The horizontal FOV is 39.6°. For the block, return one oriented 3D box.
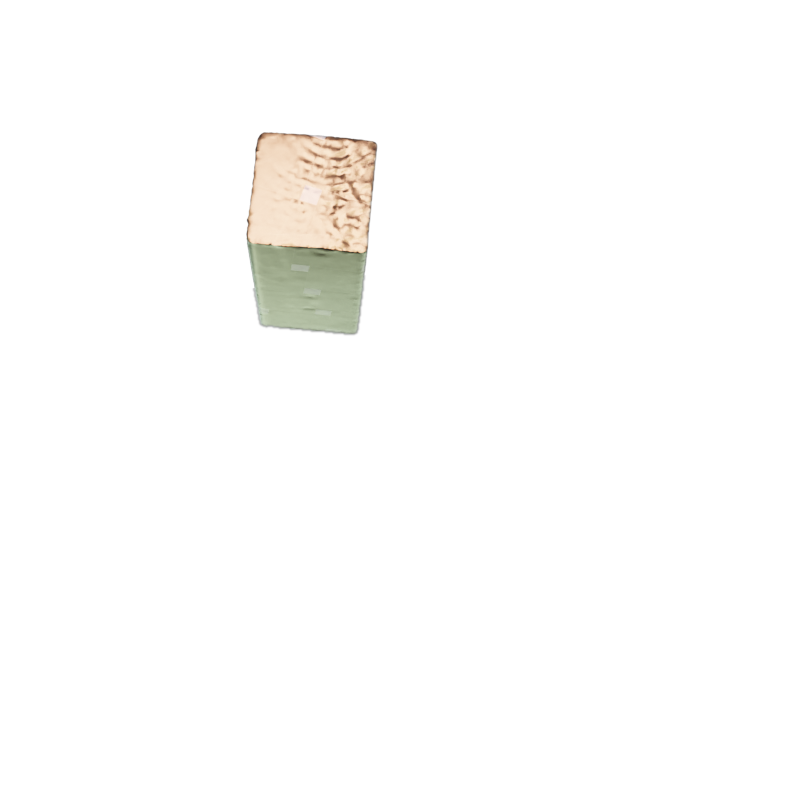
[{"bbox_3d":[-0.071,-0.128,0.896,0.090,0.094,0.198,5,-15,-2],"label":"block"}]
